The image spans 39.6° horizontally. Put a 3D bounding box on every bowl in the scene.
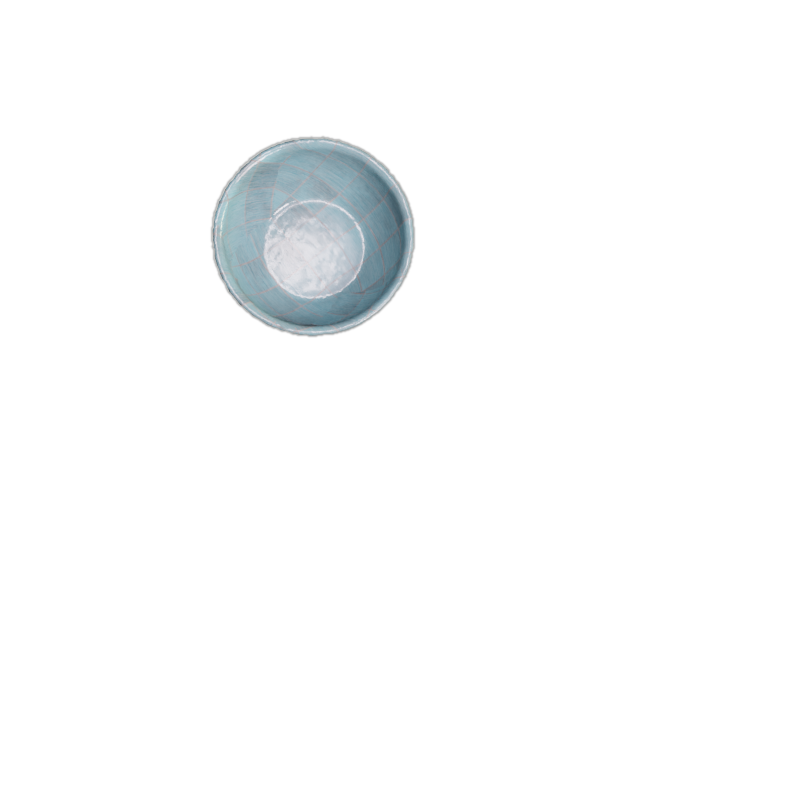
[{"bbox_3d":[-0.071,-0.129,0.906,0.162,0.167,0.053,0,-12,-1],"label":"bowl"}]
